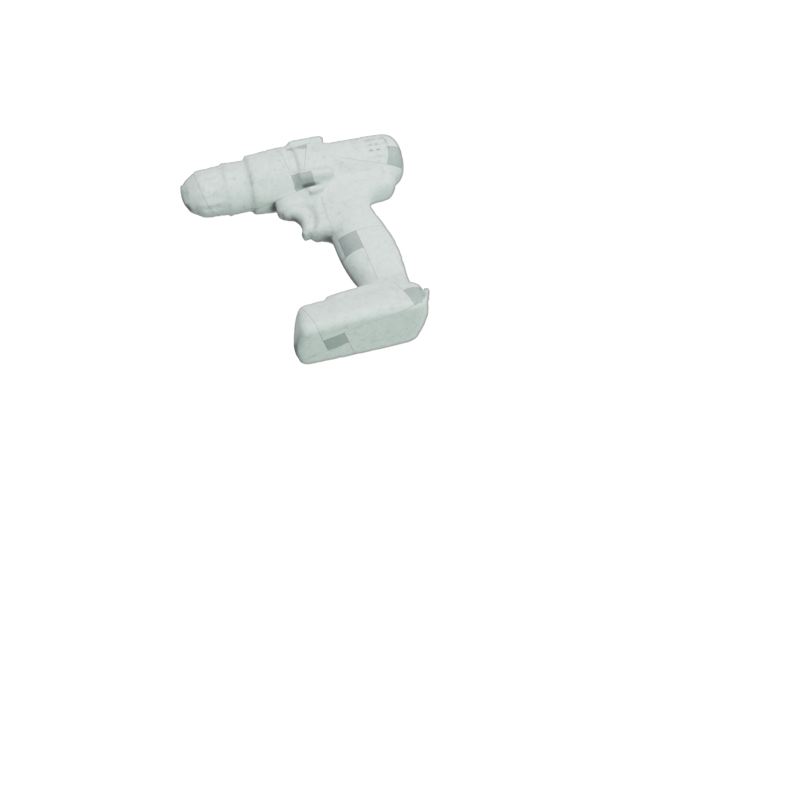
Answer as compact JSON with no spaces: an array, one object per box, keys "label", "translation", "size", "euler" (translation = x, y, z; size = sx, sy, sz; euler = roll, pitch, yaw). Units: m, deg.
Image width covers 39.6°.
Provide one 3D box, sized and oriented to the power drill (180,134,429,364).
[{"label":"power drill","translation":[-0.068,-0.124,0.870],"size":[0.183,0.201,0.054],"euler":[-13,-30,-8]}]
